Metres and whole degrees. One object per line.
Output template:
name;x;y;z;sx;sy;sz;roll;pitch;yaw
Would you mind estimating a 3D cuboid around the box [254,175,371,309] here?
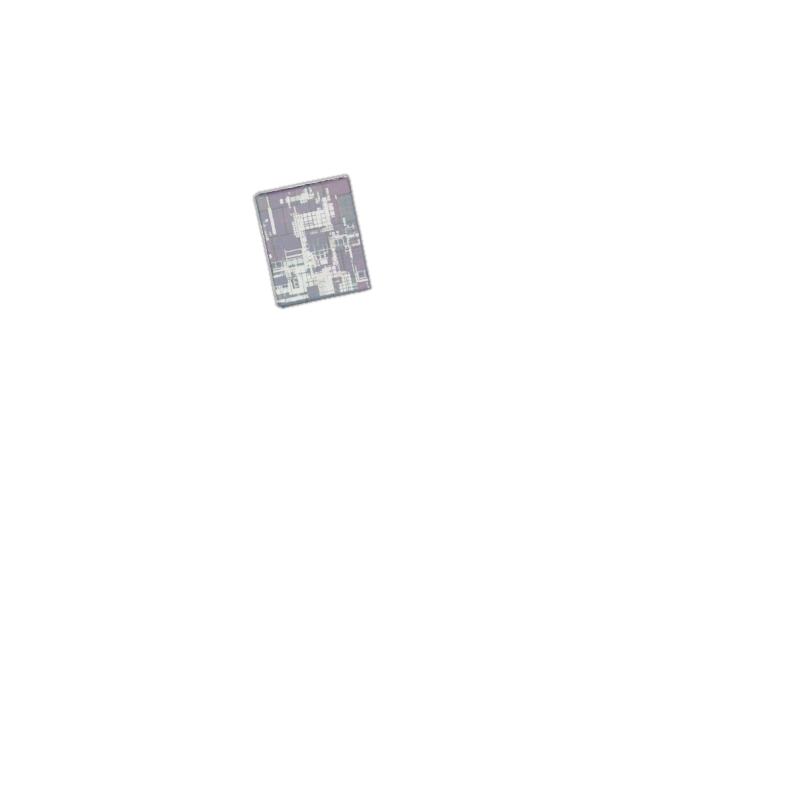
box;-0.066;-0.120;0.841;0.073;0.088;0.031;-12;5;1
